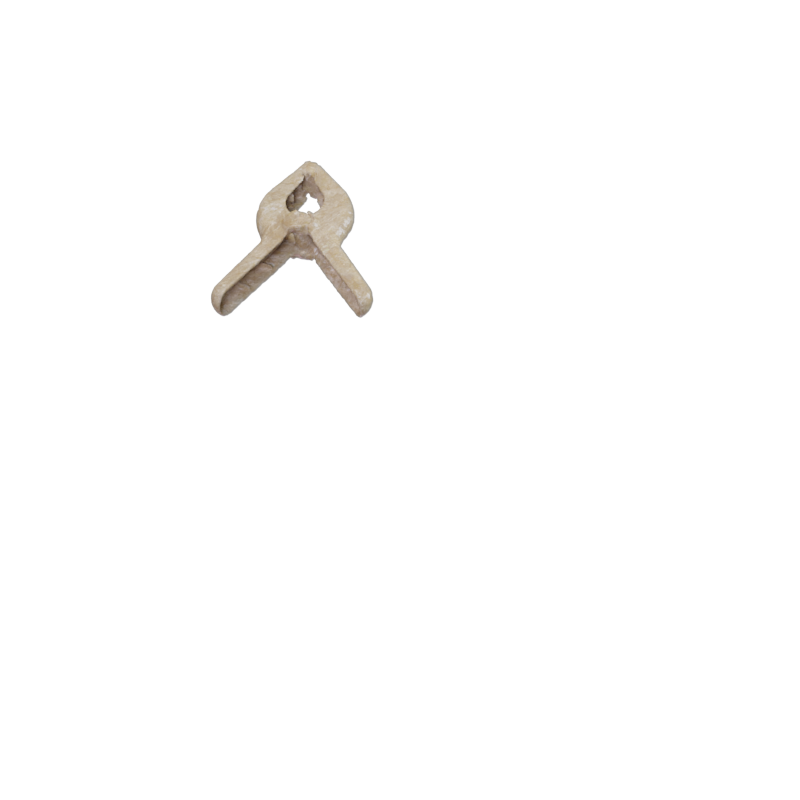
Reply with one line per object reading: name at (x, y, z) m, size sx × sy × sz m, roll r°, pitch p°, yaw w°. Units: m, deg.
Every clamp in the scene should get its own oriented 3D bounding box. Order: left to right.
clamp at (-0.068, -0.124, 0.870) m, size 0.122 × 0.181 × 0.036 m, roll 9°, pitch -41°, yaw 8°
